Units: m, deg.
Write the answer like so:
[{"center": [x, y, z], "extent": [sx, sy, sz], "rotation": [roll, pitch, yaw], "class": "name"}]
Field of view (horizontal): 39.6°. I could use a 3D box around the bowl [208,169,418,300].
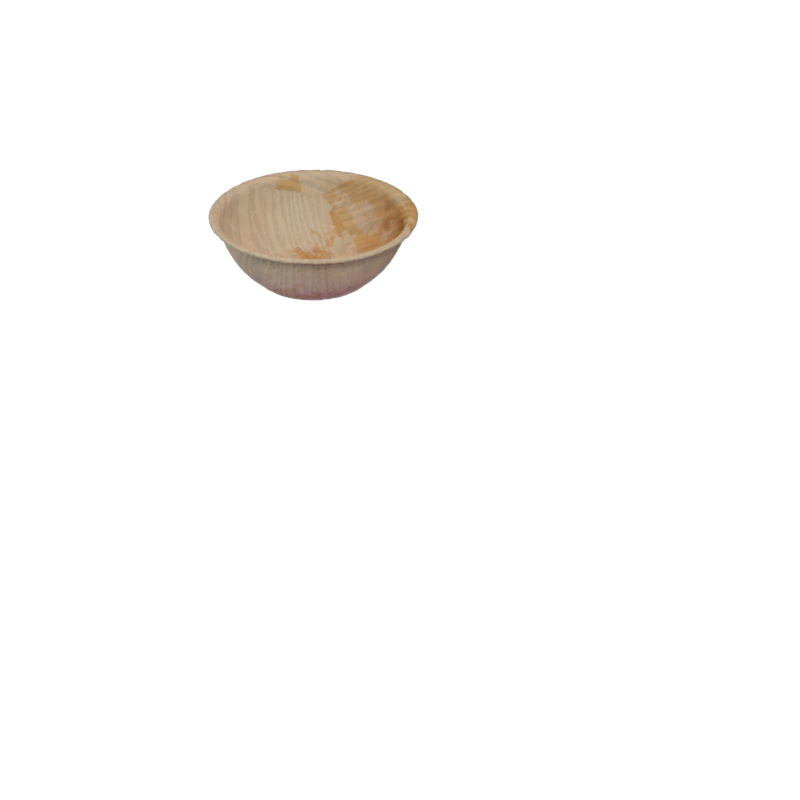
[{"center": [-0.068, -0.124, 0.868], "extent": [0.162, 0.052, 0.173], "rotation": [-1, 33, -2], "class": "bowl"}]
